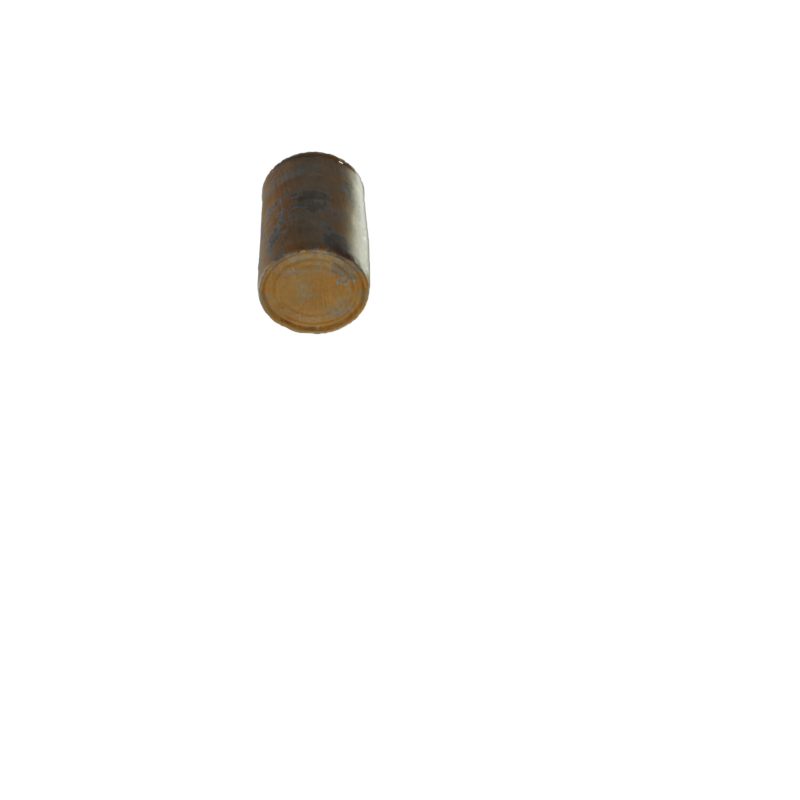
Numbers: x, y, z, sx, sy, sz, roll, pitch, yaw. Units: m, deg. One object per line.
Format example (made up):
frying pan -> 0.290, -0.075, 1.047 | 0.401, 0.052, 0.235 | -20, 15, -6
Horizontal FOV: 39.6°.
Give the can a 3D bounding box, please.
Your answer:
can -> -0.054, -0.098, 0.688 | 0.068, 0.064, 0.110 | -1, 42, -3
